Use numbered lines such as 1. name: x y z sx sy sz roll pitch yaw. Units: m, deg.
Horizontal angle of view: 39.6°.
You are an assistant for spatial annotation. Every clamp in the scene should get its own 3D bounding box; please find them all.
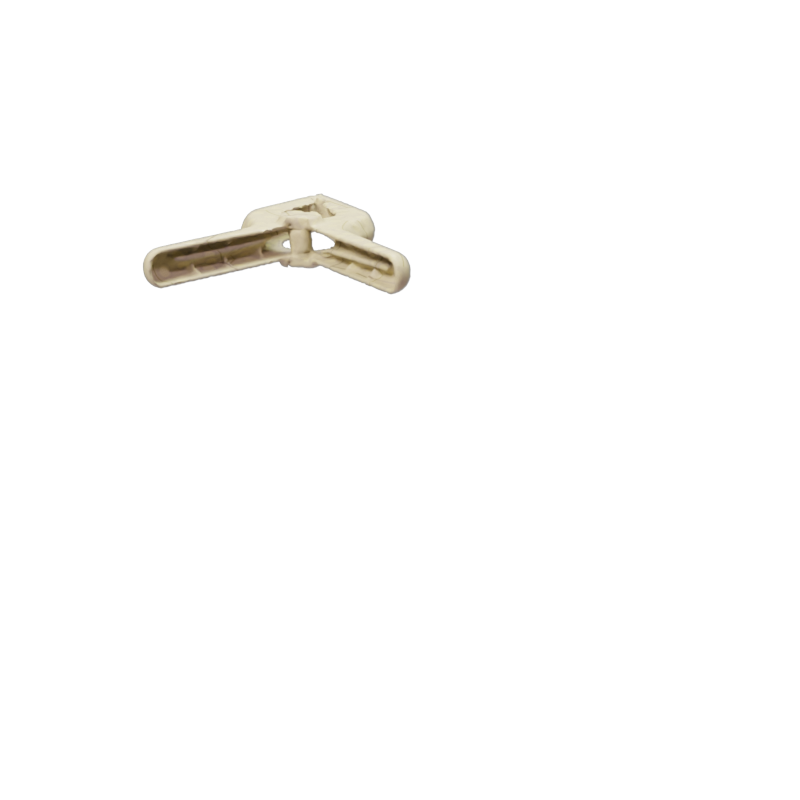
1. clamp: -0.059 -0.108 0.753 0.168 0.035 0.213 5 20 13
